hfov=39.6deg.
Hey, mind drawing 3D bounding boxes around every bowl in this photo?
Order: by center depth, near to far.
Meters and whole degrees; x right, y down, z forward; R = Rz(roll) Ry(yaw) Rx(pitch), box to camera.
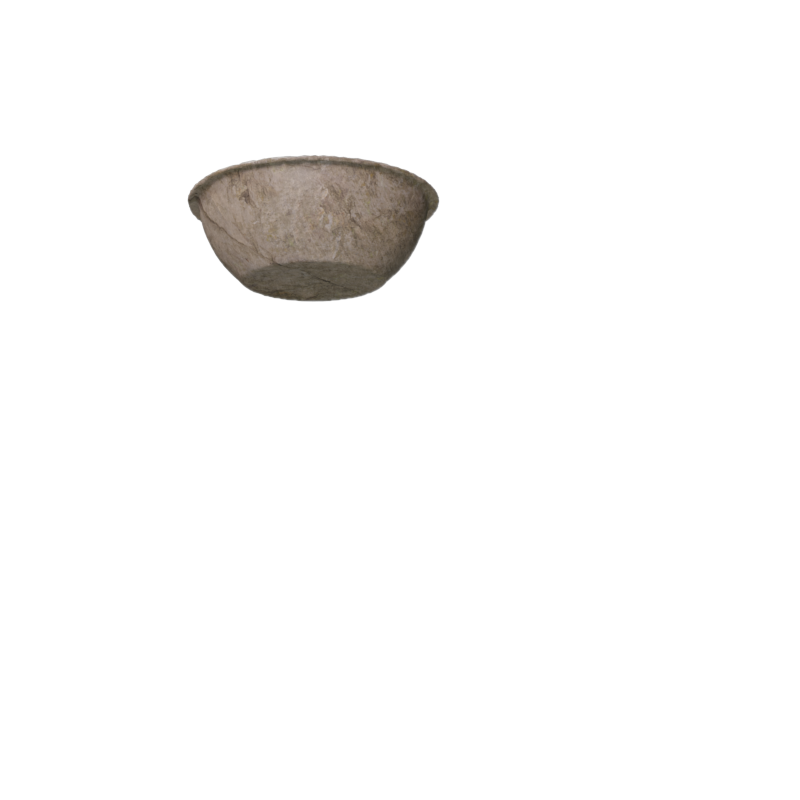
[{"bbox_3d":[-0.055,-0.101,0.707,0.162,0.057,0.157,0,-12,-2],"label":"bowl"}]
